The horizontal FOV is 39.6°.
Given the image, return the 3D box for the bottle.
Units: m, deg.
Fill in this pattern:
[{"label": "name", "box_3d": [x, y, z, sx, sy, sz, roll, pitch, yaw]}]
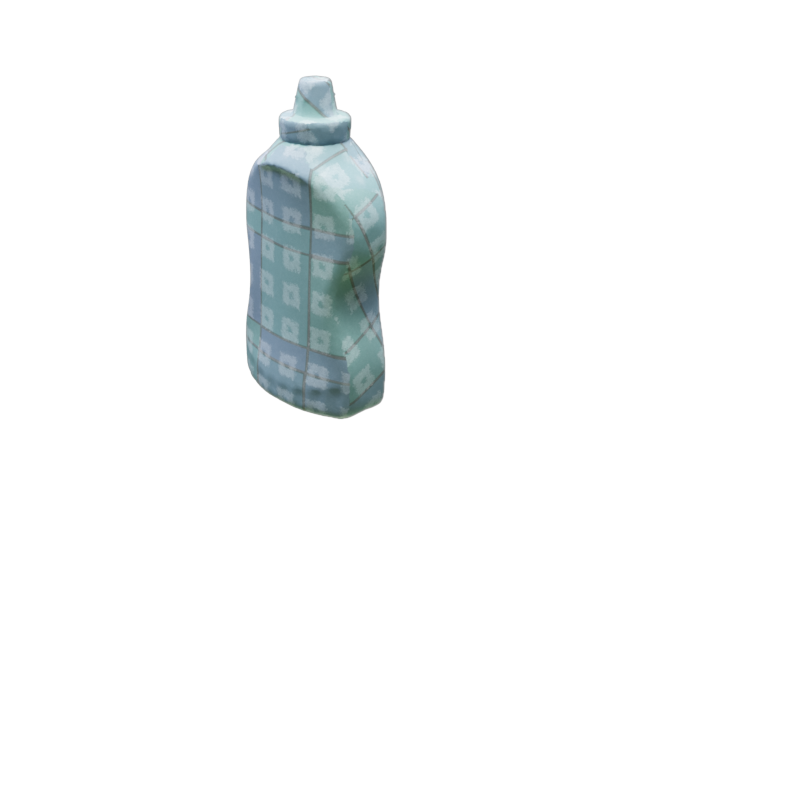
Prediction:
[{"label": "bottle", "box_3d": [-0.050, -0.092, 0.645, 0.057, 0.183, 0.102, -16, 28, -39]}]
